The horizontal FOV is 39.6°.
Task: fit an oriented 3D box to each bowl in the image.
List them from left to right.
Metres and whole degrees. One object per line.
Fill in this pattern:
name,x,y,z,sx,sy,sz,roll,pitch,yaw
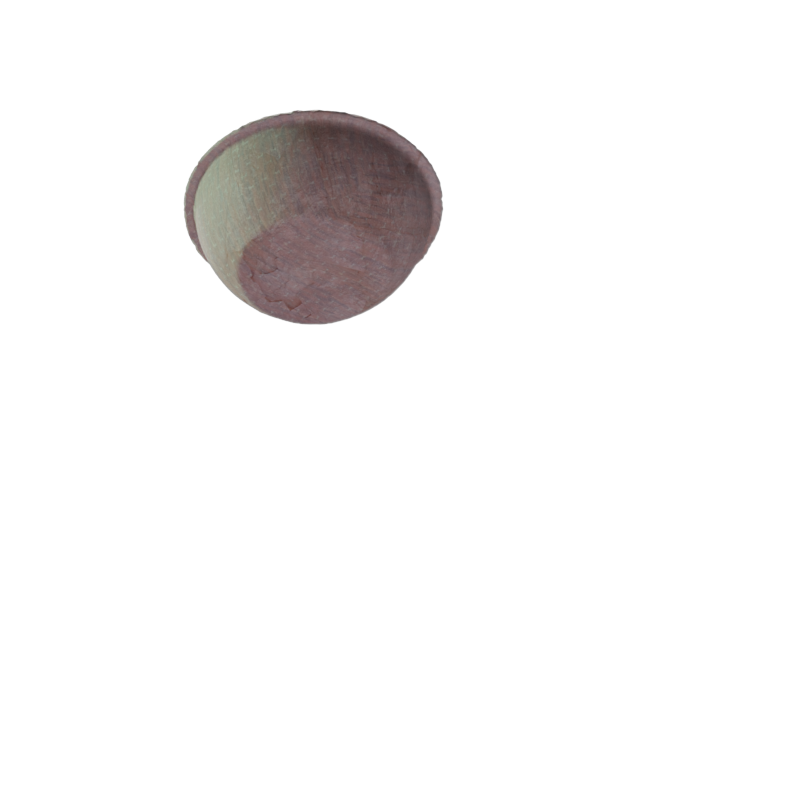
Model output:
bowl,-0.053,-0.096,0.672,0.162,0.059,0.151,1,-41,-1
